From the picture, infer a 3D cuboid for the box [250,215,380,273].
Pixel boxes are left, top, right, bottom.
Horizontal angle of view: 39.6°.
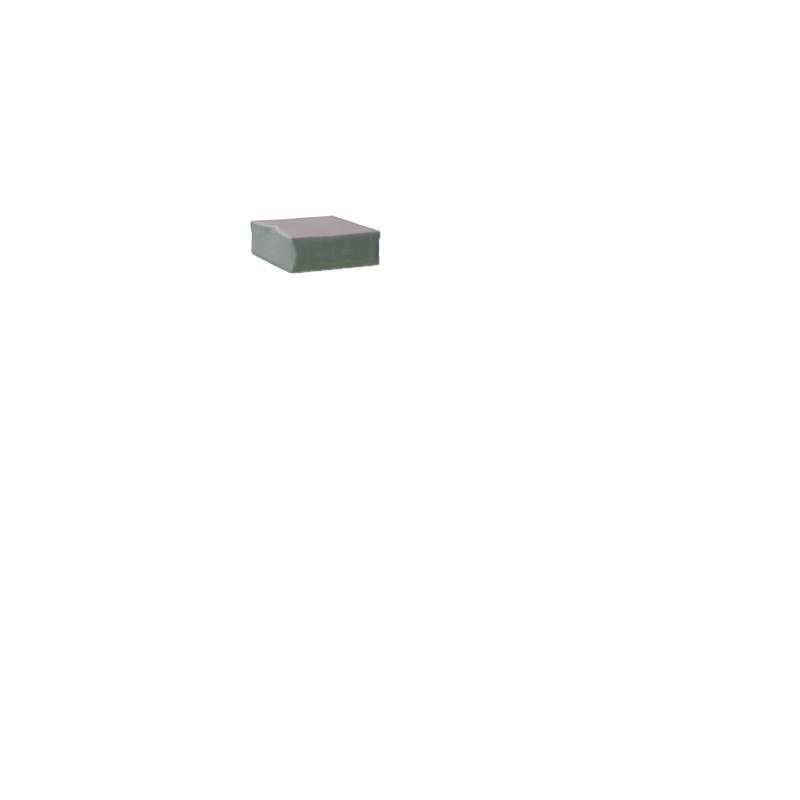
[{"bbox_3d":[-0.067,-0.122,0.852,0.071,0.029,0.094,-8,19,-24],"label":"box"}]
